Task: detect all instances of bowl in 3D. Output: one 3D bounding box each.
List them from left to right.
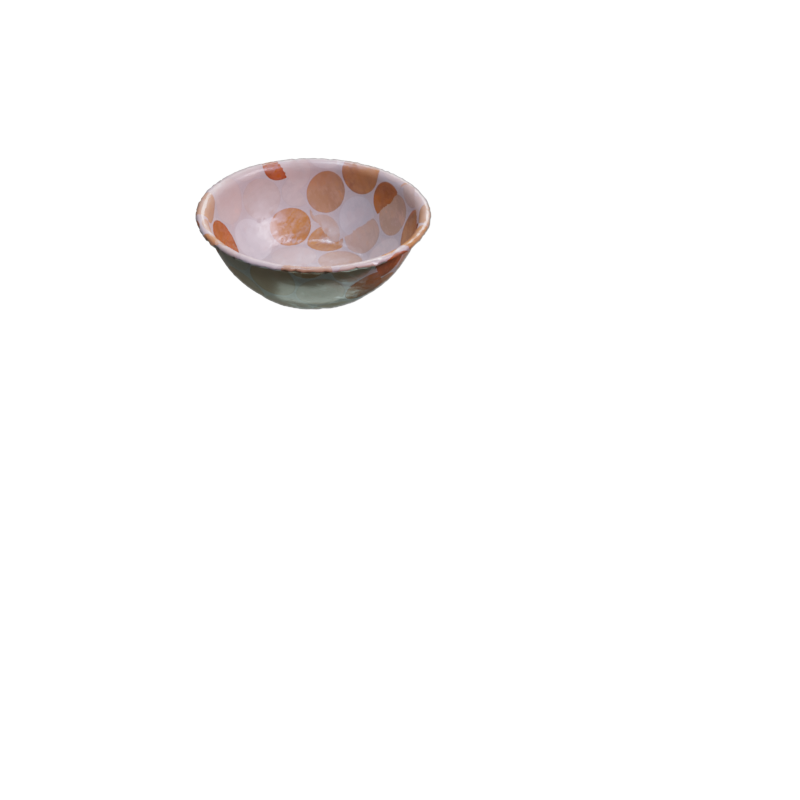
[{"bbox_3d":[-0.061,-0.111,0.776,0.162,0.052,0.173,-1,36,-2],"label":"bowl"}]
